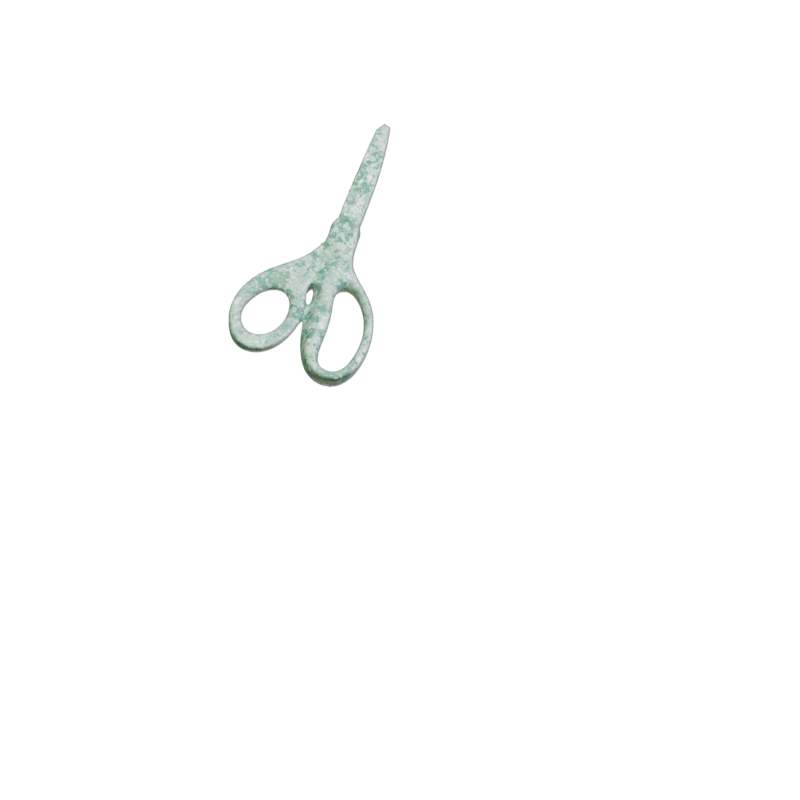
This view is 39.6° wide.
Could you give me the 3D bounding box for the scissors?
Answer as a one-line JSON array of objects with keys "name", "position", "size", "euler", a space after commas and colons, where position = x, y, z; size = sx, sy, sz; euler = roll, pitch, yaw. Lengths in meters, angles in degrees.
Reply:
[{"name": "scissors", "position": [-0.055, -0.100, 0.700], "size": [0.096, 0.215, 0.015], "euler": [0, -34, 0]}]
